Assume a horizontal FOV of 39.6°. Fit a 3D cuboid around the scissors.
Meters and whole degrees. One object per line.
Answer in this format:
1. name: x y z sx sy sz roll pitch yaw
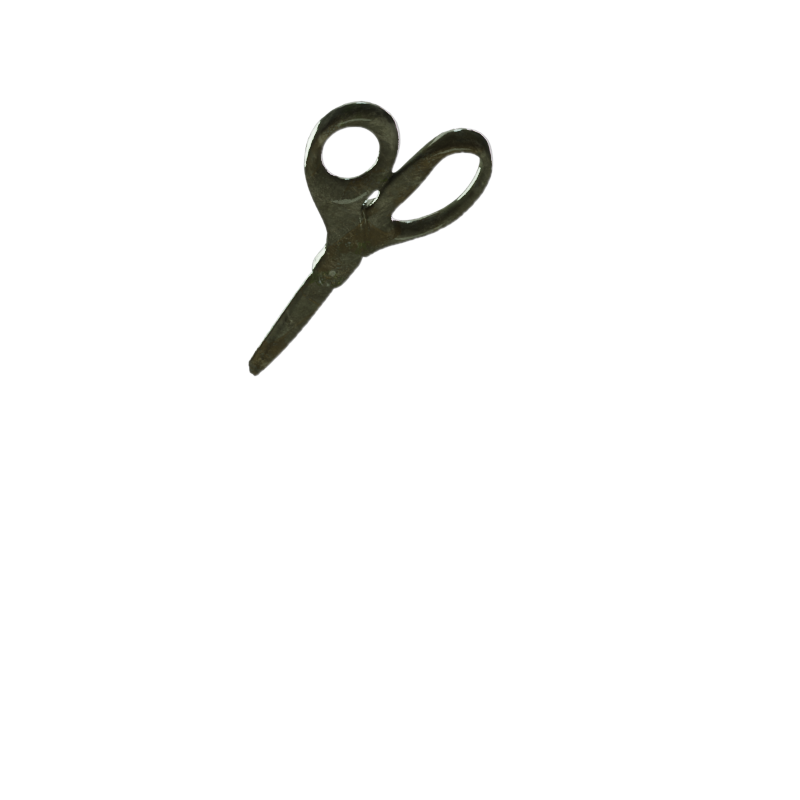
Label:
1. scissors: -0.043 -0.079 0.556 0.200 0.017 0.090 -33 -51 31
